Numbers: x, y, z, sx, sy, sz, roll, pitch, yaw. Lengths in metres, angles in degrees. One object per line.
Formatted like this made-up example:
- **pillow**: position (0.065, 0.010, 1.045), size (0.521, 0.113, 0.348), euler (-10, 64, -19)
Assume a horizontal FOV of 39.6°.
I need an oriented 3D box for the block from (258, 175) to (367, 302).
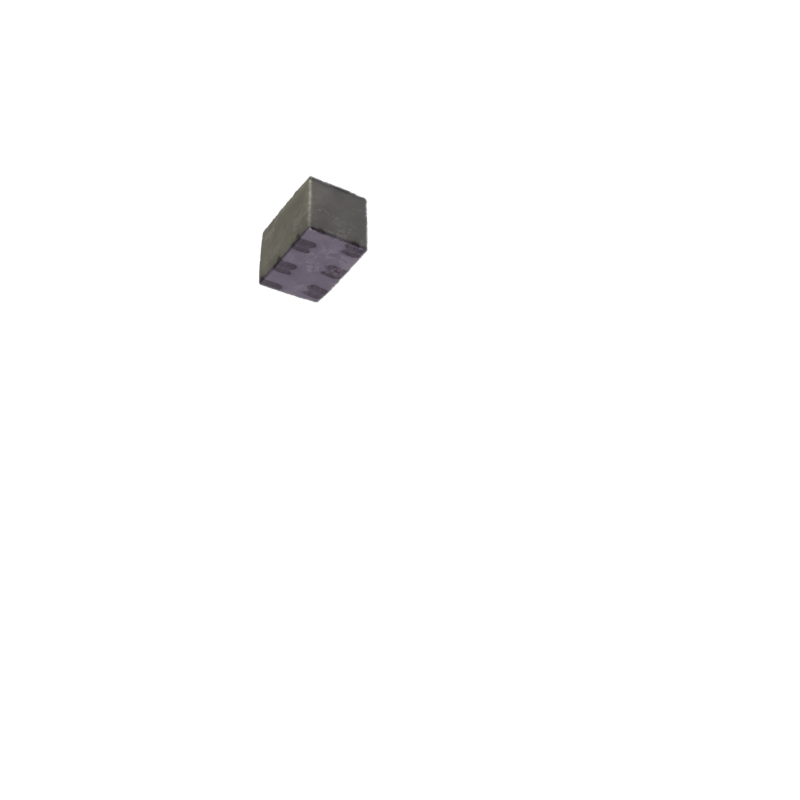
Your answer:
- **block**: position (-0.066, -0.120, 0.839), size (0.050, 0.055, 0.076), euler (20, -41, -27)
